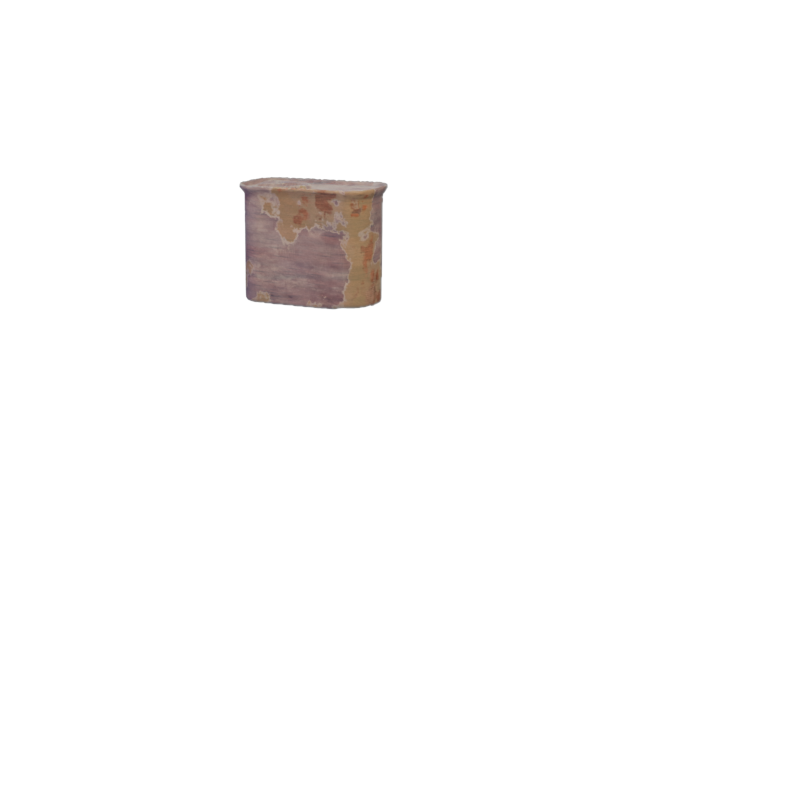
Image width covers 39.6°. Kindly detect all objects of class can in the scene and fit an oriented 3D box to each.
[{"bbox_3d":[-0.061,-0.112,0.784,0.105,0.082,0.057,6,14,22],"label":"can"}]
